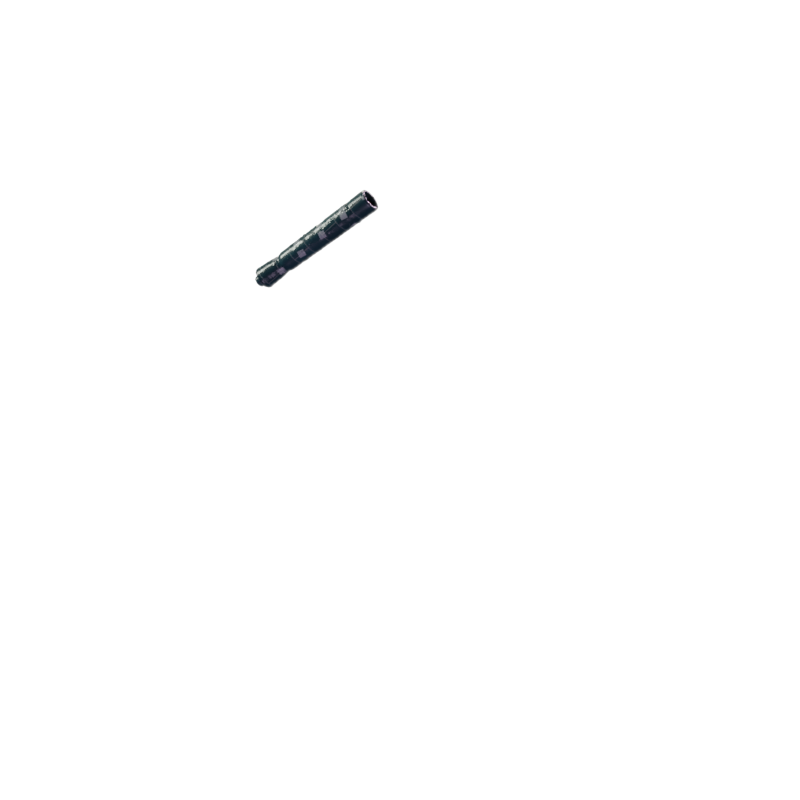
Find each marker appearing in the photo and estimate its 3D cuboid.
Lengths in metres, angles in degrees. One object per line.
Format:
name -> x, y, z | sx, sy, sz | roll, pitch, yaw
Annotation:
marker -> -0.069, -0.126, 0.884 | 0.120, 0.020, 0.019 | -33, -11, 24
